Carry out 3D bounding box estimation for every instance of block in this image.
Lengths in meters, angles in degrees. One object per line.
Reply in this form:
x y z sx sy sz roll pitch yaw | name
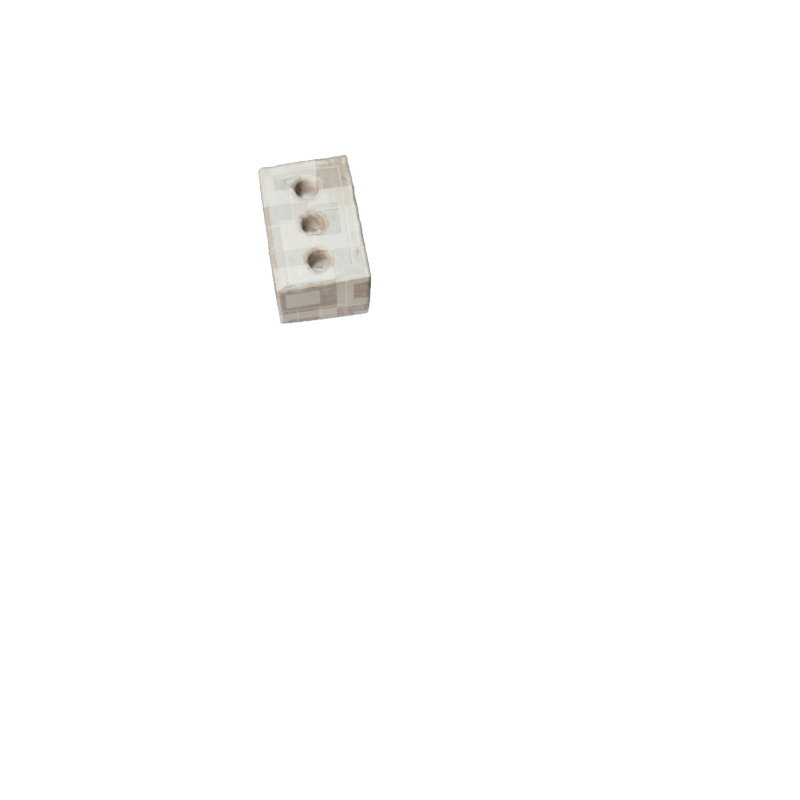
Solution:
-0.049 -0.090 0.628 0.052 0.082 0.049 -10 -21 -6 | block
